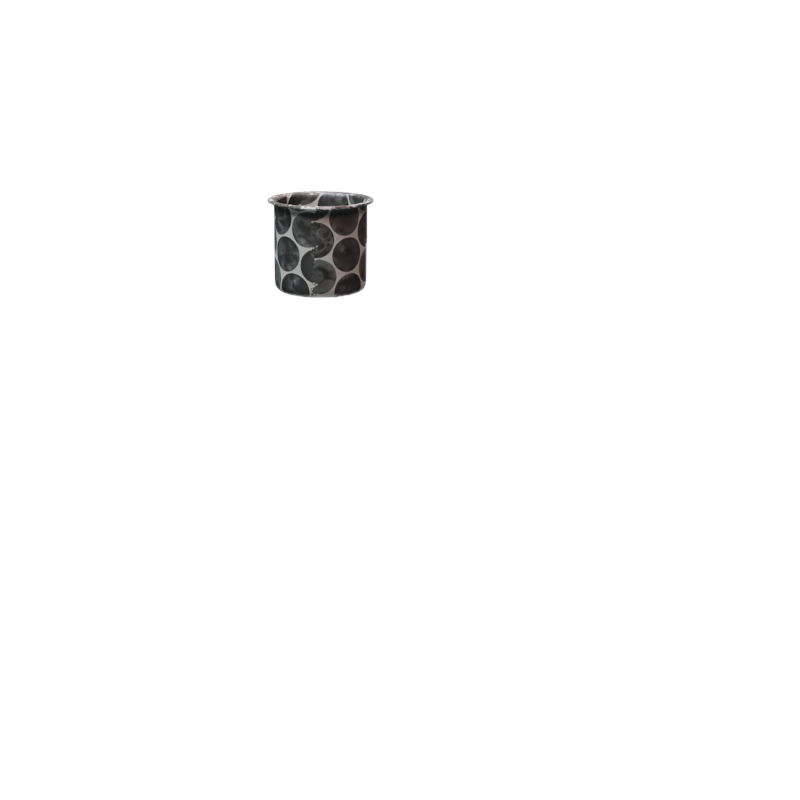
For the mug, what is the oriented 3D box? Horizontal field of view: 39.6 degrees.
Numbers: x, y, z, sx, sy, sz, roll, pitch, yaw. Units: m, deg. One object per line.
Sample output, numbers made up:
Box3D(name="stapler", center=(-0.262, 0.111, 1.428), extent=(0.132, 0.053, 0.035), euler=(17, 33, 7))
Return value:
Box3D(name="mug", center=(-0.077, -0.141, 0.990), extent=(0.091, 0.079, 0.124), euler=(-10, 19, -33))
